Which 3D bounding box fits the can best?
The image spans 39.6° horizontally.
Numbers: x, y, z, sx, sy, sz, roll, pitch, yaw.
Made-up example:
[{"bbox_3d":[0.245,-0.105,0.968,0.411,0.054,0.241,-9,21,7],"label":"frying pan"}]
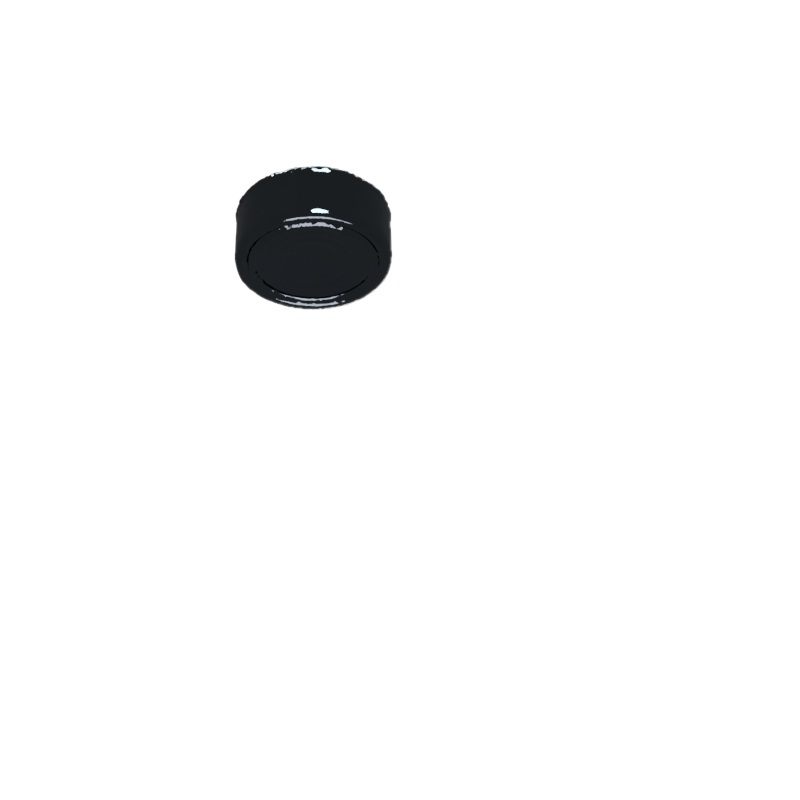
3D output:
[{"bbox_3d":[-0.047,-0.086,0.602,0.086,0.036,0.080,1,-34,-2],"label":"can"}]
